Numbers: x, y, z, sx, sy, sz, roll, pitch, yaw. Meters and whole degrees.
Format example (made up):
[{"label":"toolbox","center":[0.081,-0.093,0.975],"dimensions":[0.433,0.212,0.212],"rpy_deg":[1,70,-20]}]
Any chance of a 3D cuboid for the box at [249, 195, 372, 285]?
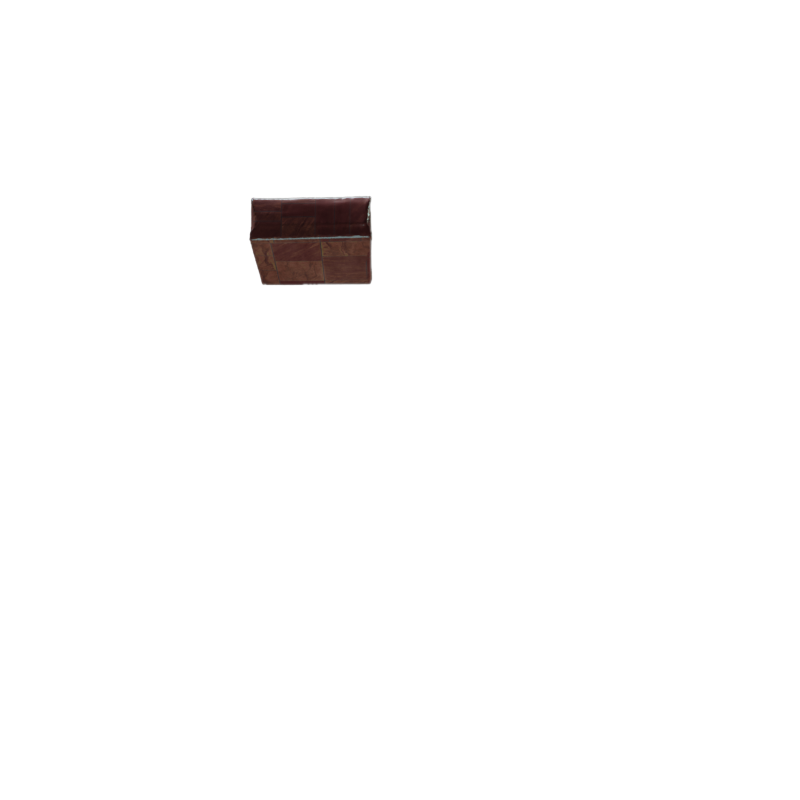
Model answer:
[{"label":"box","center":[-0.054,-0.099,0.695],"dimensions":[0.073,0.031,0.085],"rpy_deg":[0,-15,0]}]
